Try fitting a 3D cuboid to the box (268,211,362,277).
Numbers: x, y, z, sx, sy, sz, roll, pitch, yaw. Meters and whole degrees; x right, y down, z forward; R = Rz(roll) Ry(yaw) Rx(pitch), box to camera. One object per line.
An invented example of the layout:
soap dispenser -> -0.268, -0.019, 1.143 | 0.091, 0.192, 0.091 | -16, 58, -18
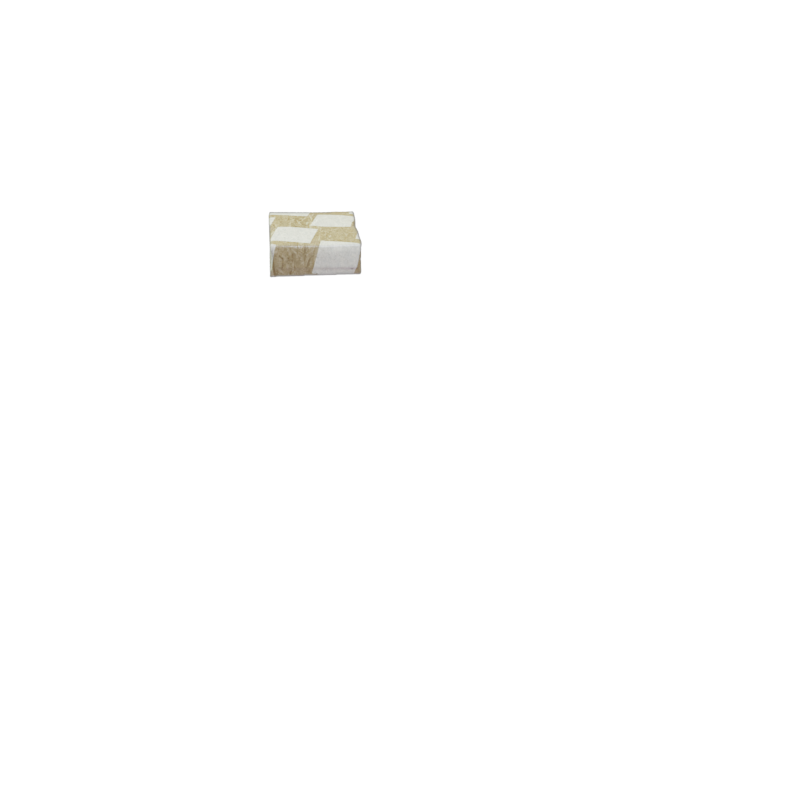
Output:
box -> -0.071, -0.130, 0.909 | 0.073, 0.029, 0.094 | -2, 25, -4
